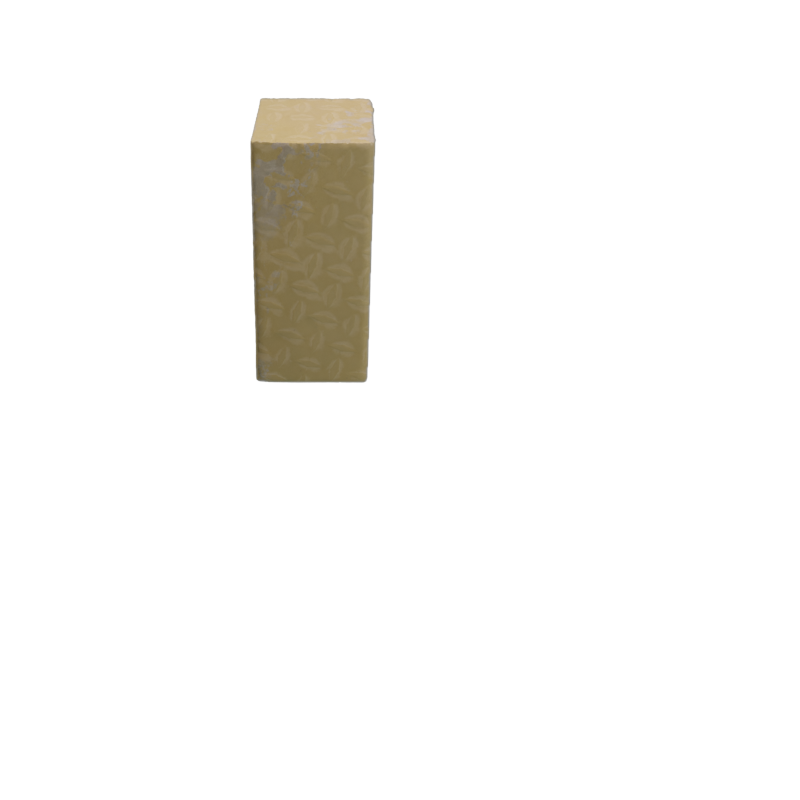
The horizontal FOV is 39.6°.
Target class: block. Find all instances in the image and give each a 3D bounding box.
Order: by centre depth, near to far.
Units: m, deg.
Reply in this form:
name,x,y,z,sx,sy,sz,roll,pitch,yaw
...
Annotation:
name,x,y,z,sx,sy,sz,roll,pitch,yaw
block,-0.067,-0.124,0.868,0.090,0.194,0.096,1,30,-1
